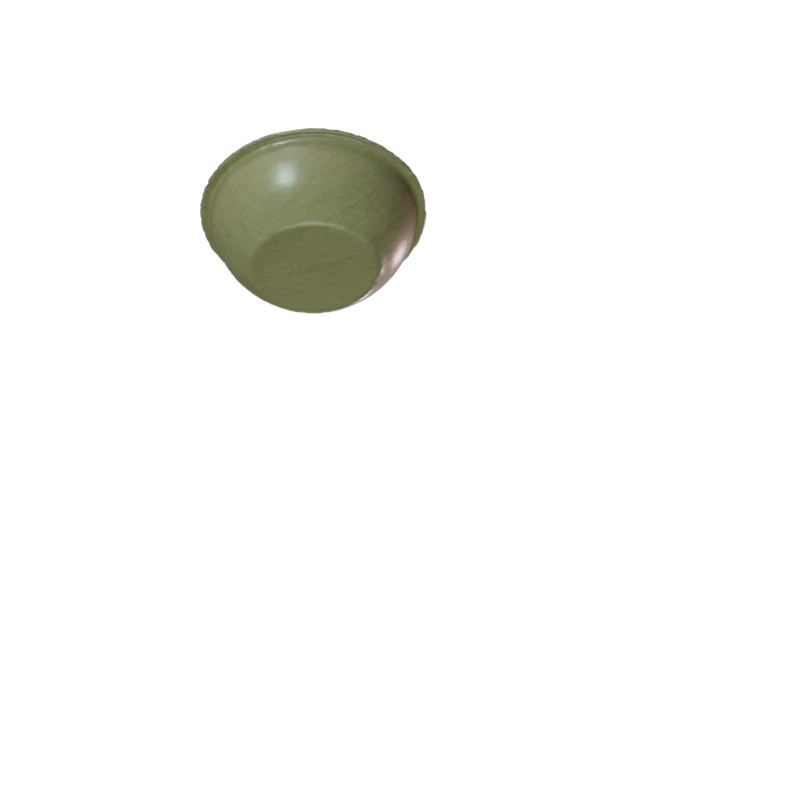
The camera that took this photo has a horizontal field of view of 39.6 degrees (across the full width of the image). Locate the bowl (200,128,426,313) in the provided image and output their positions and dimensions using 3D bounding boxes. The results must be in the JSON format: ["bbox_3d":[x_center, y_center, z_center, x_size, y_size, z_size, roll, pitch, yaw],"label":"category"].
[{"bbox_3d":[-0.061,-0.111,0.774,0.162,0.059,0.151,1,-41,-1],"label":"bowl"}]
